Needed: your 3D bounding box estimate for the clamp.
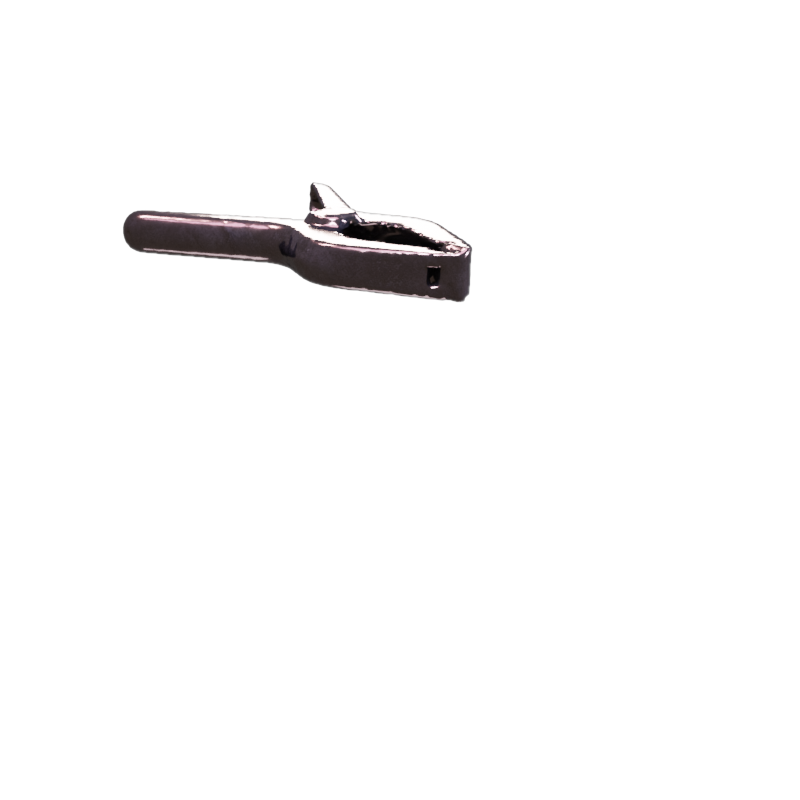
[{"bbox_3d":[-0.050,-0.092,0.644,0.161,0.035,0.223,-16,27,-35],"label":"clamp"}]
